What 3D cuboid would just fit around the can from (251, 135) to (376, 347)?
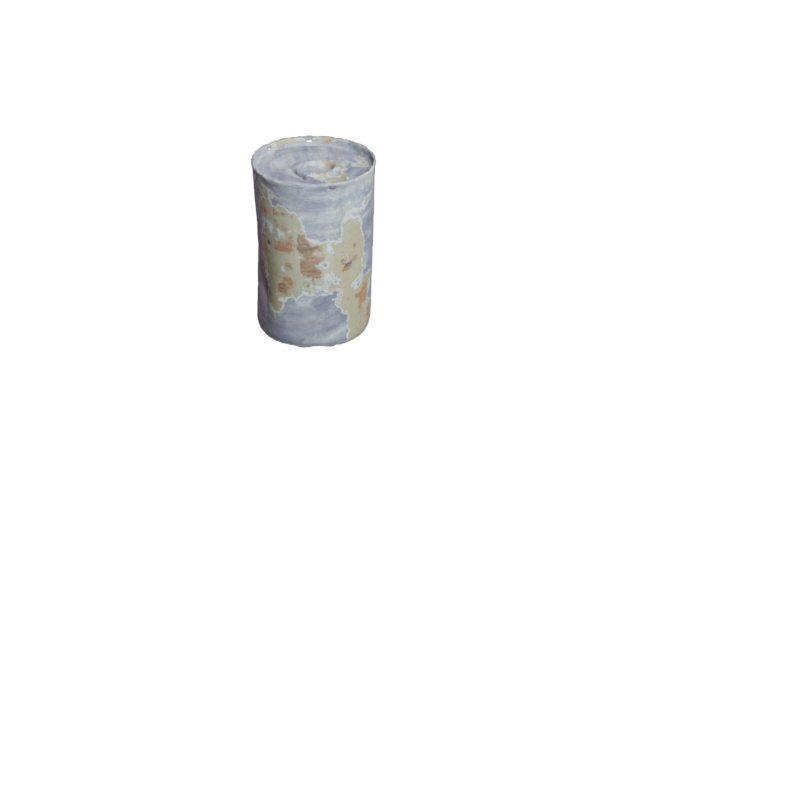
[{"bbox_3d":[-0.049,-0.089,0.624,0.068,0.096,0.073,0,30,-2],"label":"can"}]
